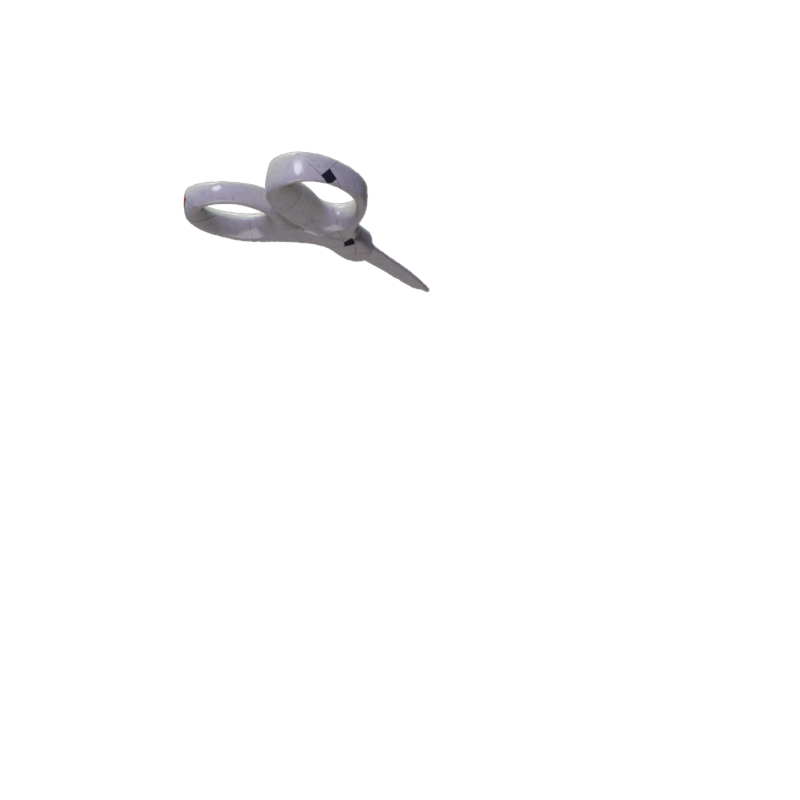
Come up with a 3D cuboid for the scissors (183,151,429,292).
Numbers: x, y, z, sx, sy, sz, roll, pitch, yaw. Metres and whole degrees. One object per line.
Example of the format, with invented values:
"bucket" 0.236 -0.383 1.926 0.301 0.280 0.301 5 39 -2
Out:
"scissors" -0.045 -0.082 0.573 0.097 0.016 0.192 -2 -12 9
